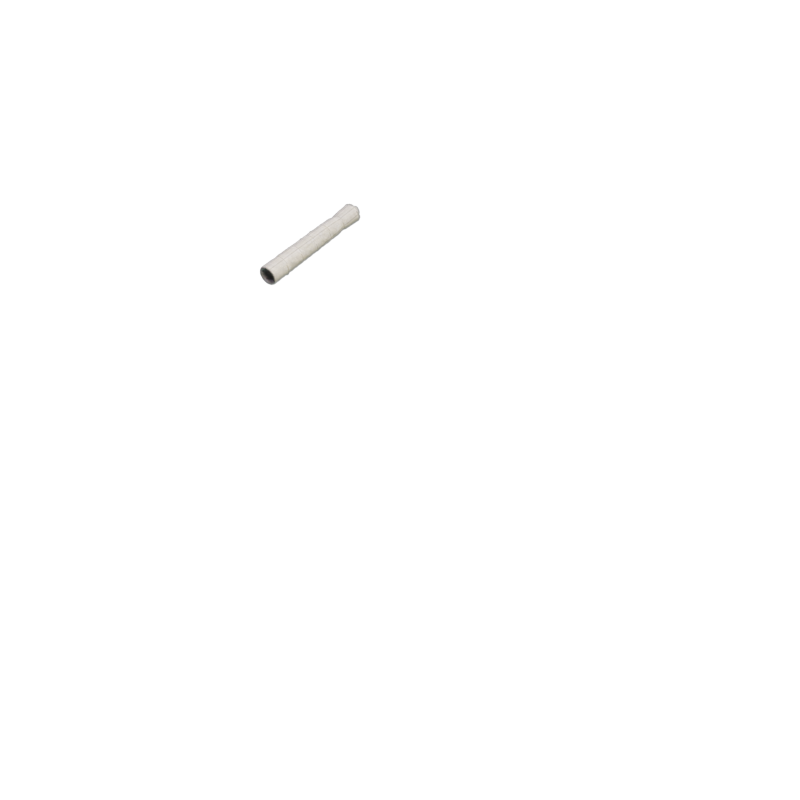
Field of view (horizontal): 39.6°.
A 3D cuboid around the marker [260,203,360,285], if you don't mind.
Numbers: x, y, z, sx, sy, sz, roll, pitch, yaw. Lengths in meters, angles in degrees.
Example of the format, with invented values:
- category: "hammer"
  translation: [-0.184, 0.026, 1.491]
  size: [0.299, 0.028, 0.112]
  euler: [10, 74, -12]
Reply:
- category: "marker"
  translation: [-0.077, -0.141, 0.986]
  size: [0.021, 0.019, 0.123]
  euler: [3, 36, 45]
